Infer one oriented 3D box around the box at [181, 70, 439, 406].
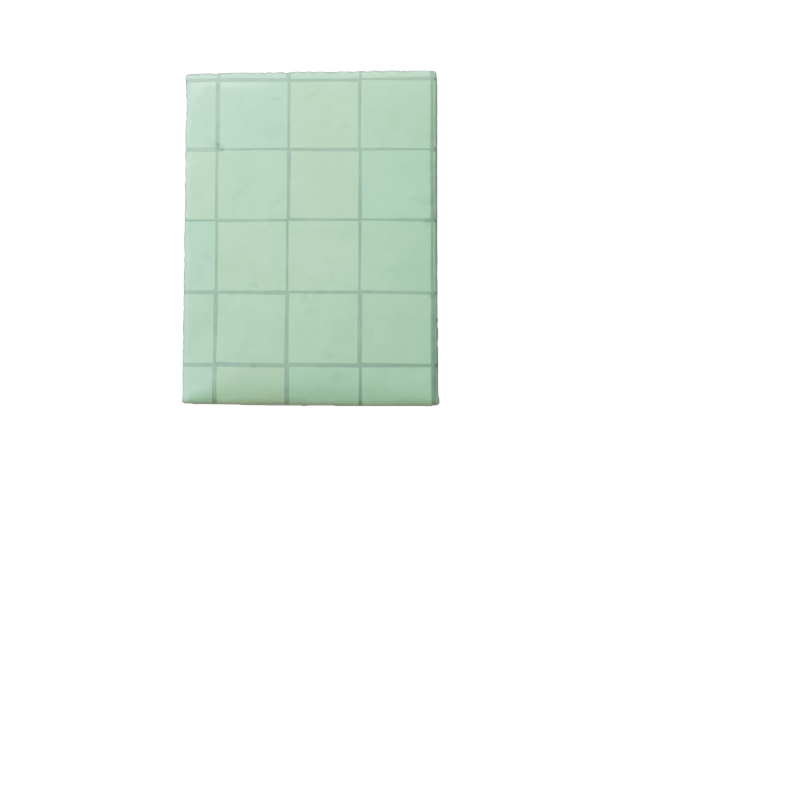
[{"bbox_3d":[-0.057,-0.105,0.732,0.164,0.217,0.071,0,-5,2],"label":"box"}]
